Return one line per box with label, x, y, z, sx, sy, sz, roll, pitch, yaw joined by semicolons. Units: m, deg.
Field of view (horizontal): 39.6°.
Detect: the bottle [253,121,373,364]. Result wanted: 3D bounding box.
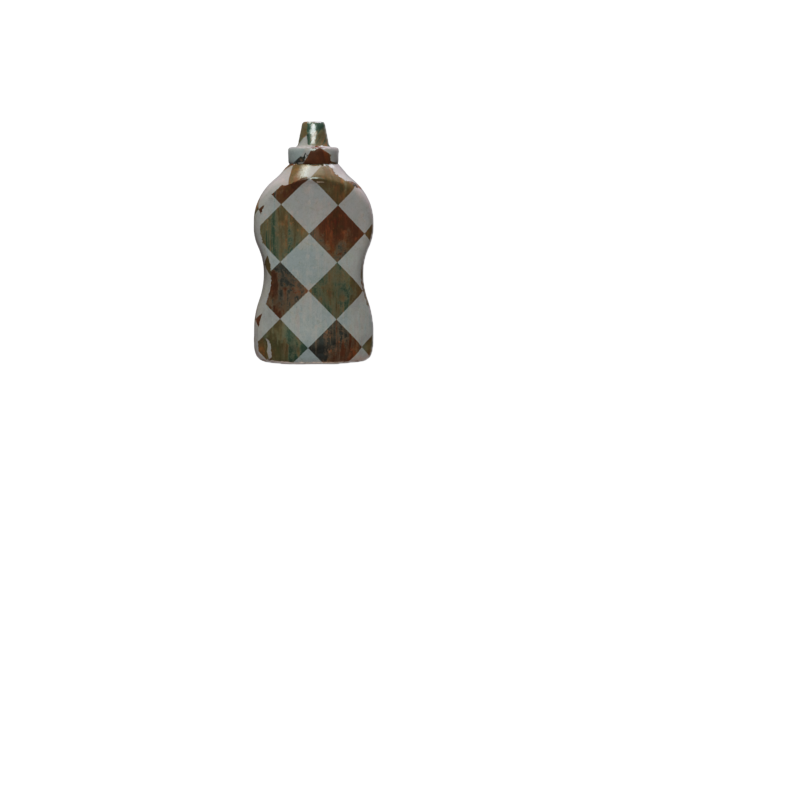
bottle;-0.070;-0.127;0.891;0.096;0.189;0.059;0;5;-3
